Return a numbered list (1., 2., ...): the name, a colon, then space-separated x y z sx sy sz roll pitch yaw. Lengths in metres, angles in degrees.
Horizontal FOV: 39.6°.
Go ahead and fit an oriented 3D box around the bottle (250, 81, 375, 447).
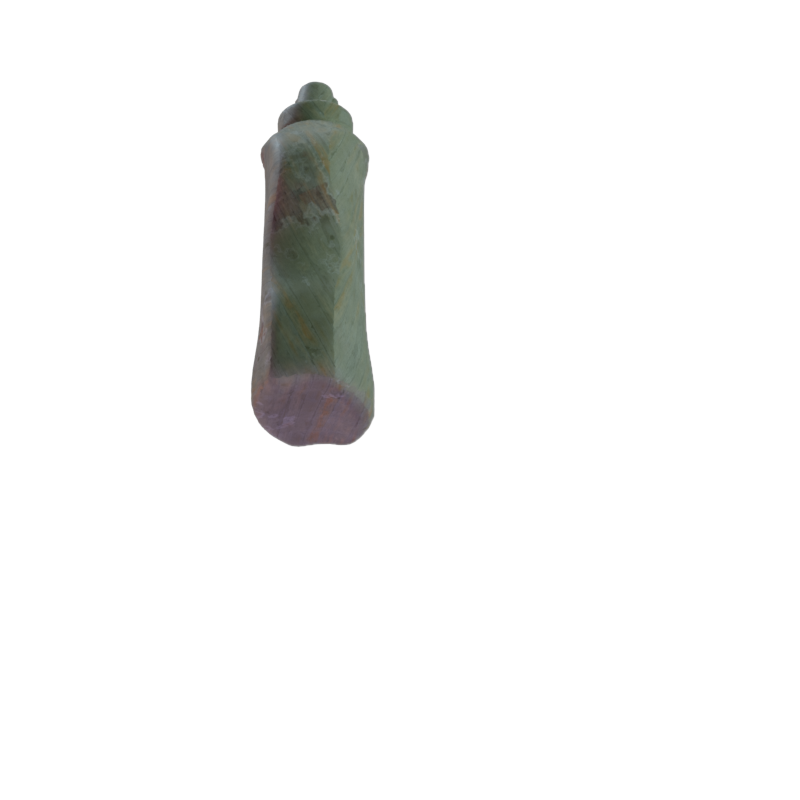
1. bottle: -0.044 -0.081 0.565 0.059 0.203 0.090 -4 -27 4
